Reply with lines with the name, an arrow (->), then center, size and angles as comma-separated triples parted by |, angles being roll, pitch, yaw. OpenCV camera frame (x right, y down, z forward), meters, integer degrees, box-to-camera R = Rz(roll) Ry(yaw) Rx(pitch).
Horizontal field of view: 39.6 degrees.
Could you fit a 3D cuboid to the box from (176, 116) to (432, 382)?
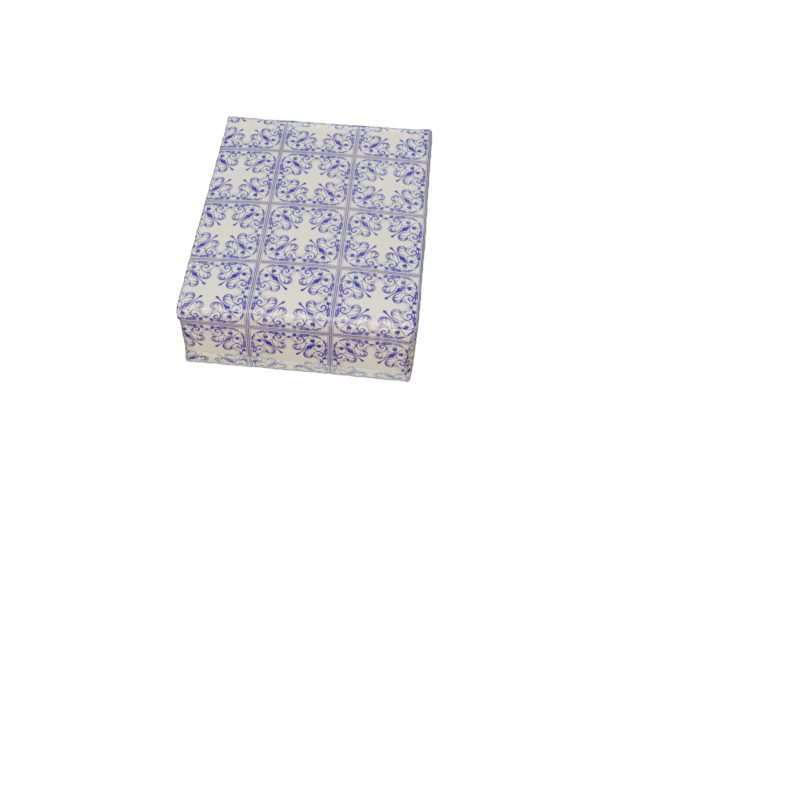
box -> -0.035, -0.064, 0.451 | 0.090, 0.121, 0.036 | 4, -41, 3
